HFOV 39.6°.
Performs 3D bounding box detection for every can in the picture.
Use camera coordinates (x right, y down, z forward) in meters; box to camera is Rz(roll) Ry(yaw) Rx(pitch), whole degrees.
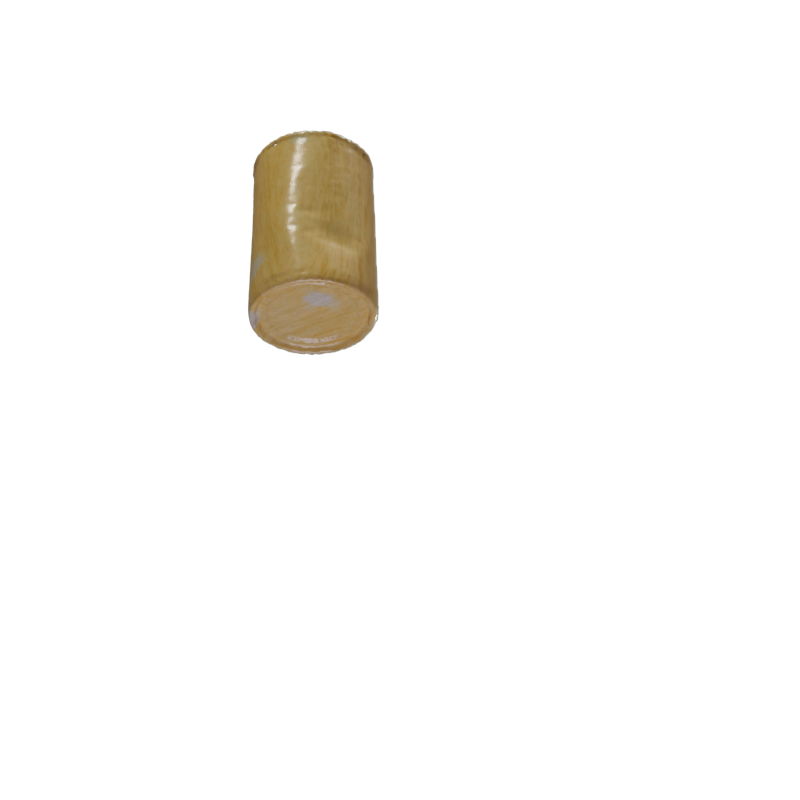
[{"bbox_3d":[-0.046,-0.084,0.592,0.068,0.110,0.064,-1,-36,-3],"label":"can"}]
